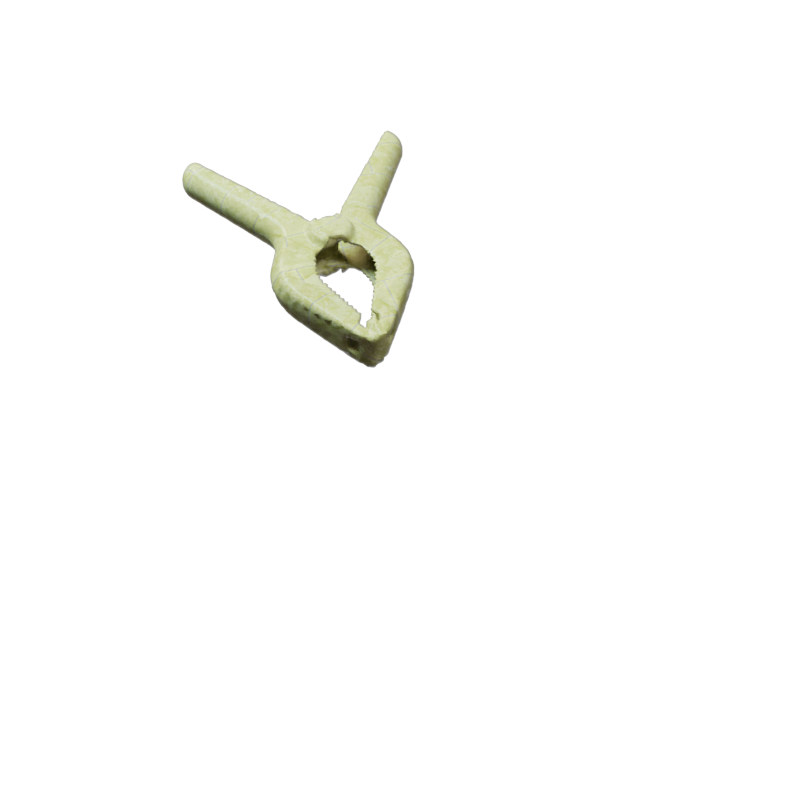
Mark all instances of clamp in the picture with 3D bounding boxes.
[{"bbox_3d":[-0.059,-0.107,0.751,0.163,0.227,0.034,-8,-42,-8],"label":"clamp"}]
